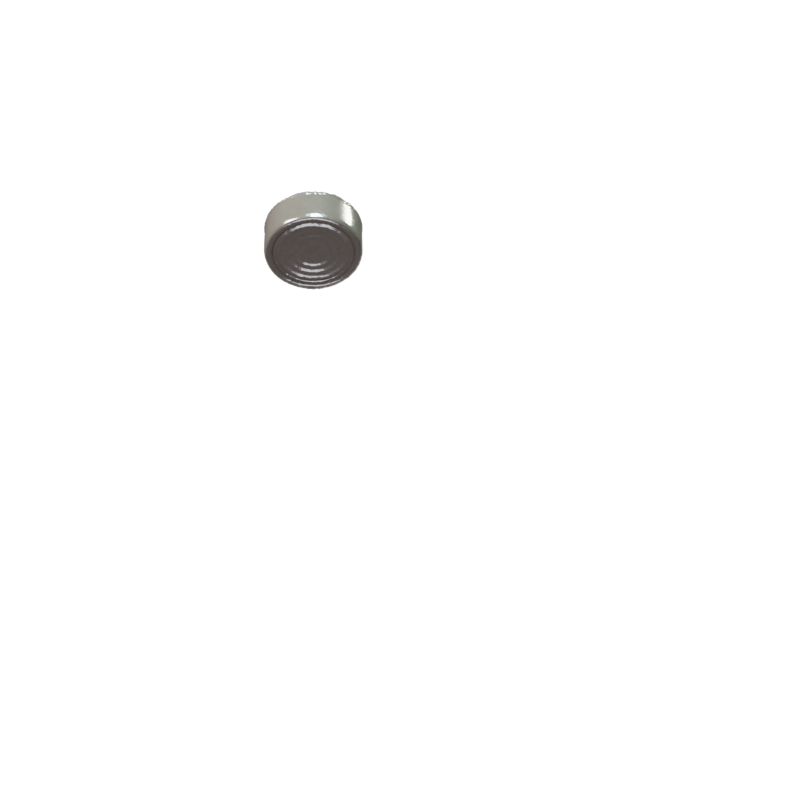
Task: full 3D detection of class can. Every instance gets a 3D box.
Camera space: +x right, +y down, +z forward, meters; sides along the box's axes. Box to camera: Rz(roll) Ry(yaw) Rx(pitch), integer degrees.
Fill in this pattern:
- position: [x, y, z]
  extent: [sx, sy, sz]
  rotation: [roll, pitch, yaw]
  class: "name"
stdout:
- position: [-0.075, -0.136, 0.955]
  extent: [0.086, 0.036, 0.080]
  rotation: [1, -45, -1]
  class: "can"
